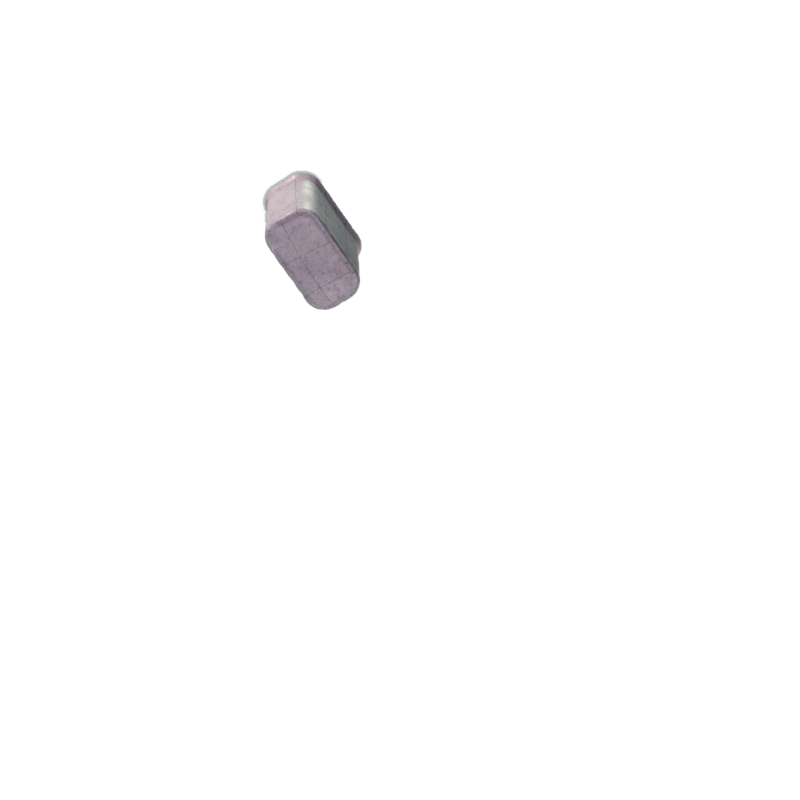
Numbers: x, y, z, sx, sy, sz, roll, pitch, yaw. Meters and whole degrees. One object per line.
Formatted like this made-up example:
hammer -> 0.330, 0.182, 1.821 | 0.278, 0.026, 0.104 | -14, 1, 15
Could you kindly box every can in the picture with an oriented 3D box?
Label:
can -> -0.077, -0.140, 0.982 | 0.057, 0.097, 0.089 | -31, 24, 13
